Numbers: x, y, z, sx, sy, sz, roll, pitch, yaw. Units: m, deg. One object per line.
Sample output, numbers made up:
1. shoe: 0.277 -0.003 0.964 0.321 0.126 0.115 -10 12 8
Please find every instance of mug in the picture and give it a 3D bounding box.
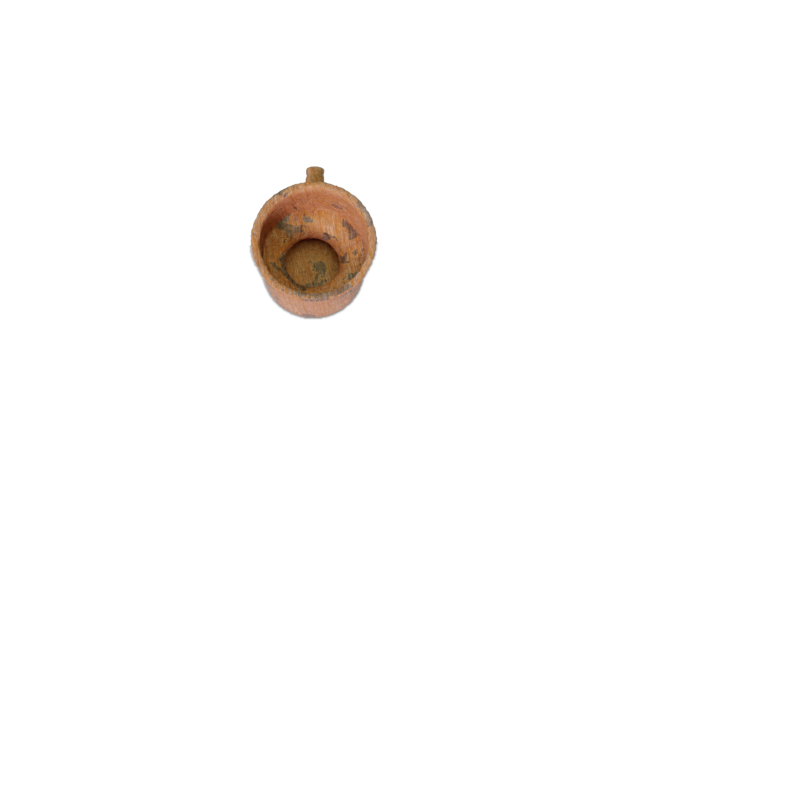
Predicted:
1. mug: -0.067 -0.122 0.856 0.093 0.122 0.078 -2 -16 -2
